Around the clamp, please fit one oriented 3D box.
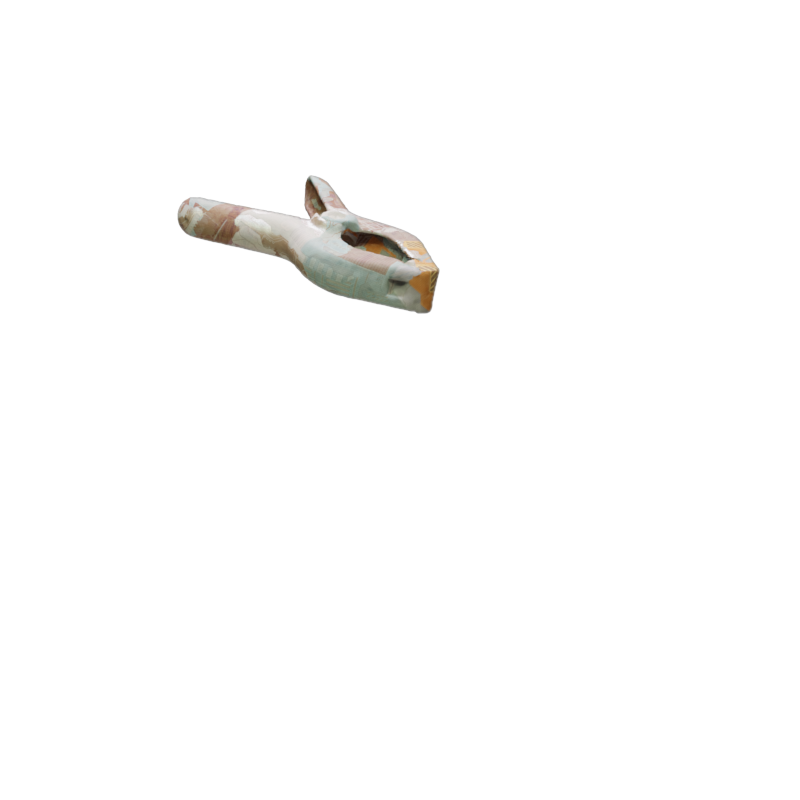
[{"bbox_3d":[-0.053,-0.096,0.671,0.118,0.037,0.184,-19,34,-30],"label":"clamp"}]
